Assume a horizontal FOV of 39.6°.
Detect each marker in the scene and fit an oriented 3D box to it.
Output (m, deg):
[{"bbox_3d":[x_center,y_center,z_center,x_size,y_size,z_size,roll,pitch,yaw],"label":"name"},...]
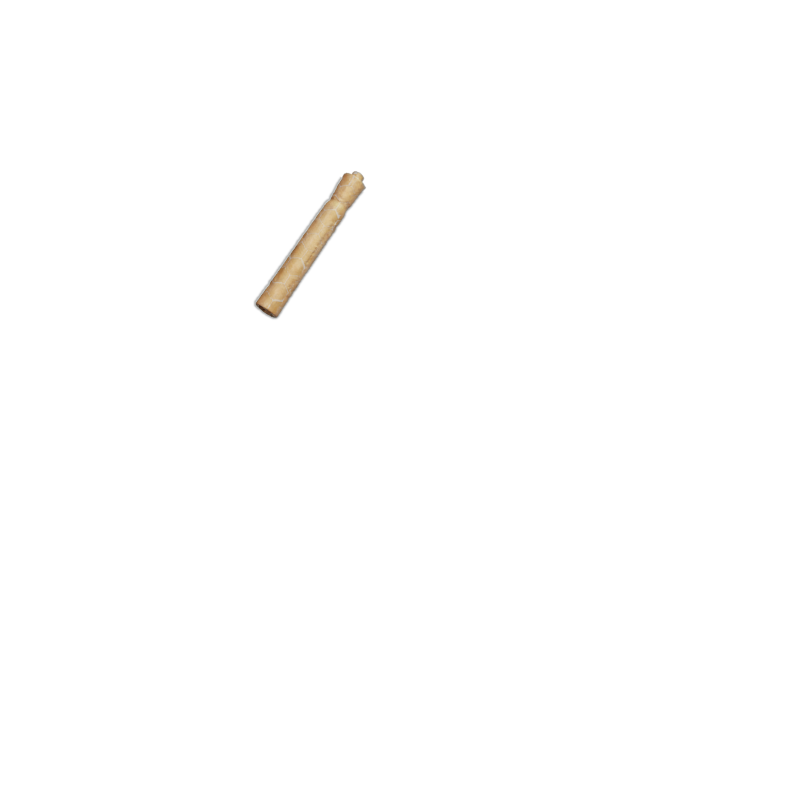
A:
[{"bbox_3d":[-0.061,-0.112,0.781,0.020,0.123,0.019,31,-14,5],"label":"marker"}]
